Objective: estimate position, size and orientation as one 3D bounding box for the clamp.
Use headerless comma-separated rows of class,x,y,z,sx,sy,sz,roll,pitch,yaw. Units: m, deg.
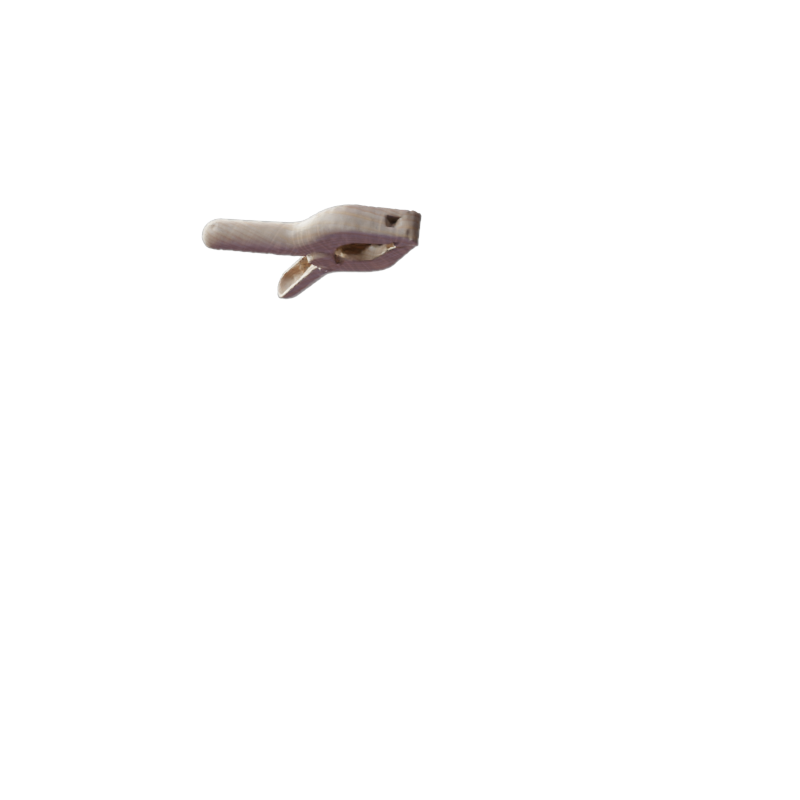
clamp,-0.068,-0.124,0.871,0.174,0.041,0.113,-14,-22,37
